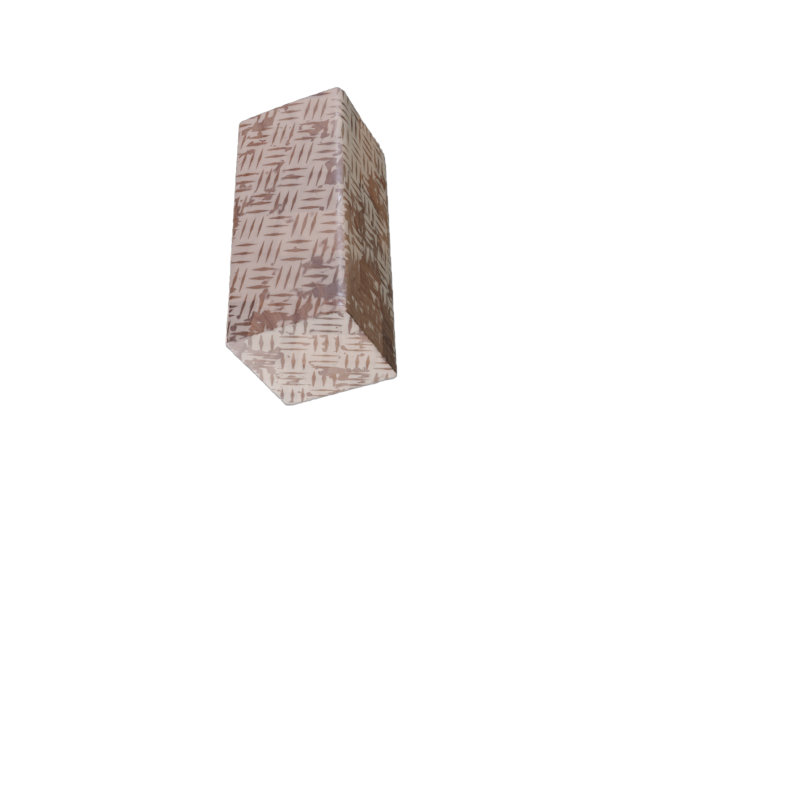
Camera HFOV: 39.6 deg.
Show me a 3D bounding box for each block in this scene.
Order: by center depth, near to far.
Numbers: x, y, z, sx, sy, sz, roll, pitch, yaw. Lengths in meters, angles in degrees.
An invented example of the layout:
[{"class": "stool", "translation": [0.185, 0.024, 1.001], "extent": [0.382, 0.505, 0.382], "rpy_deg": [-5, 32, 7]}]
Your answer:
[{"class": "block", "translation": [-0.063, -0.115, 0.806], "extent": [0.091, 0.221, 0.084], "rpy_deg": [-17, -38, 18]}]
